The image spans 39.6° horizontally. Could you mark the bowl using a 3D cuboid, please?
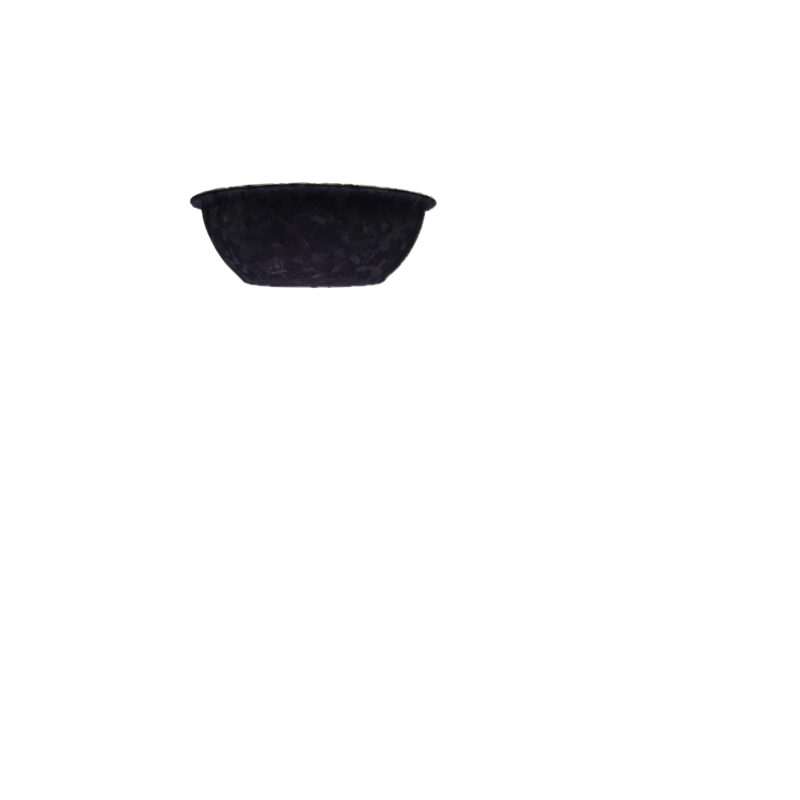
[{"bbox_3d":[-0.057,-0.103,0.723,0.162,0.055,0.161,0,1,-2],"label":"bowl"}]
